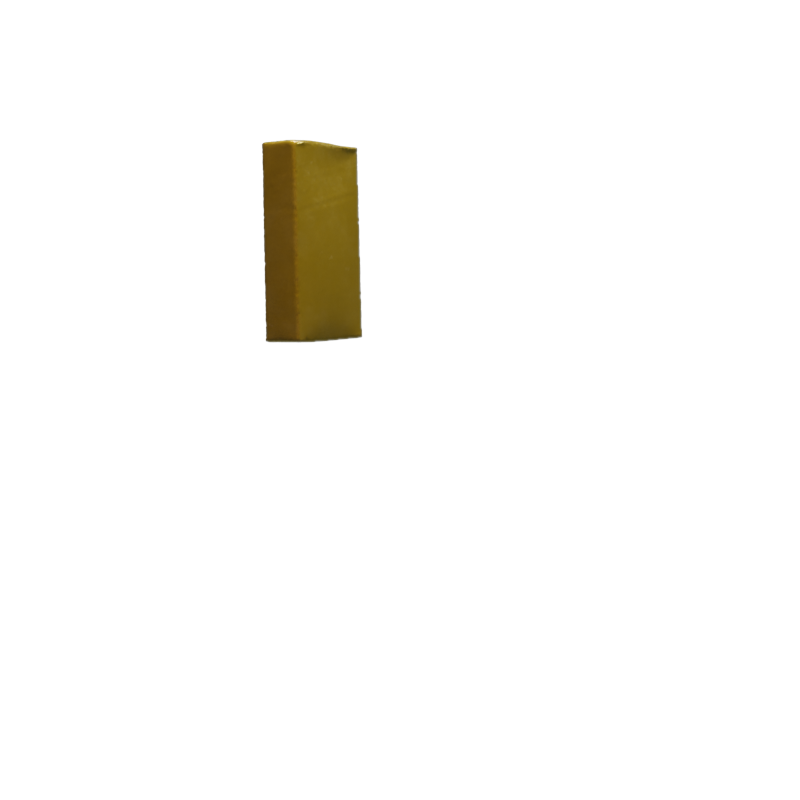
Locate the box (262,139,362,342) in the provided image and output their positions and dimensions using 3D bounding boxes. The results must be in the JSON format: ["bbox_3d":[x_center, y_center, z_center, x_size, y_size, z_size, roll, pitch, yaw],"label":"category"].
[{"bbox_3d":[-0.078,-0.142,0.993,0.050,0.176,0.090,0,1,37],"label":"box"}]
